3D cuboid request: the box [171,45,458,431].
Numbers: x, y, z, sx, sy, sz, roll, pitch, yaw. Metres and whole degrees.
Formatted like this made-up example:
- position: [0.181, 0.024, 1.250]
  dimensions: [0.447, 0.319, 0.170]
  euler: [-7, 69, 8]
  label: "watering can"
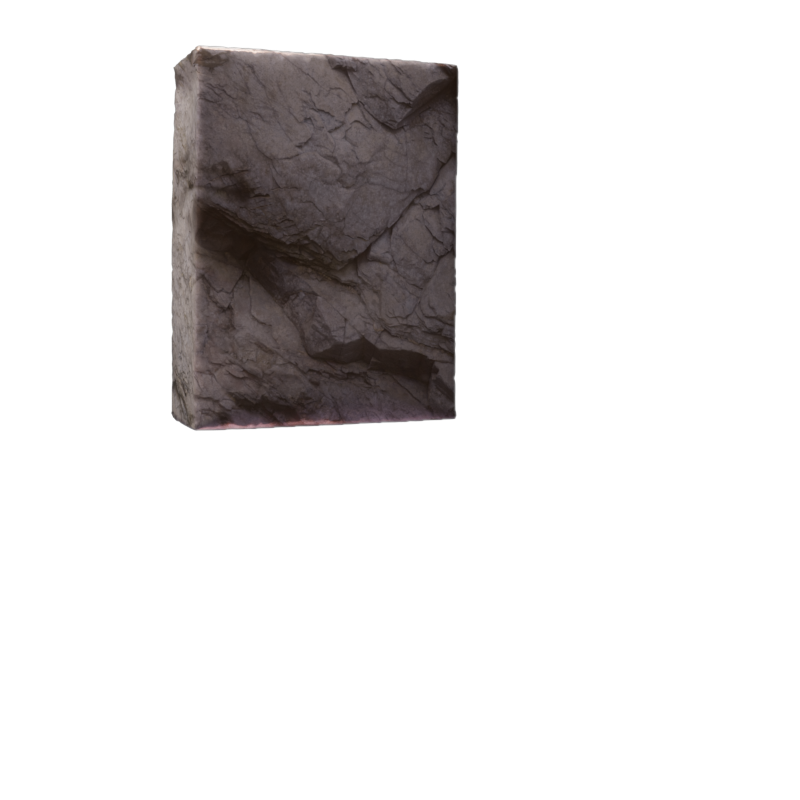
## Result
- position: [-0.052, -0.094, 0.662]
  dimensions: [0.160, 0.214, 0.074]
  euler: [-1, -1, -22]
  label: "box"
